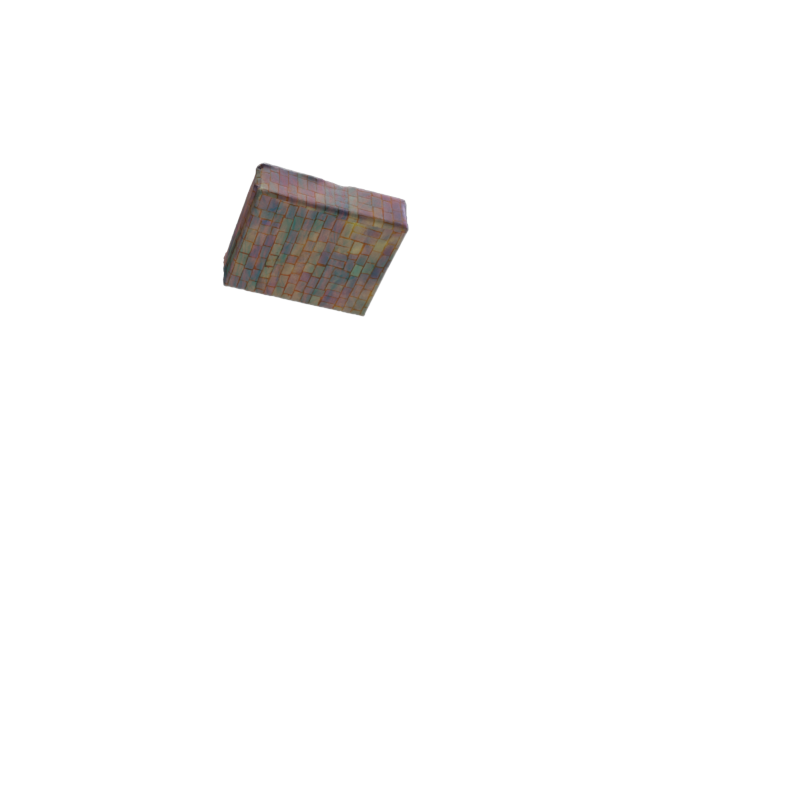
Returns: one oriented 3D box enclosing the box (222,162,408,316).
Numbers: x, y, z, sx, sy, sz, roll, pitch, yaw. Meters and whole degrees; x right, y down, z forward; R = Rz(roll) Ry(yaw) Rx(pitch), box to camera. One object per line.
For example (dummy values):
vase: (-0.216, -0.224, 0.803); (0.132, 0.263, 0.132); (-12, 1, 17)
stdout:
box: (-0.050, -0.090, 0.631); (0.087, 0.032, 0.070); (13, -47, -14)
